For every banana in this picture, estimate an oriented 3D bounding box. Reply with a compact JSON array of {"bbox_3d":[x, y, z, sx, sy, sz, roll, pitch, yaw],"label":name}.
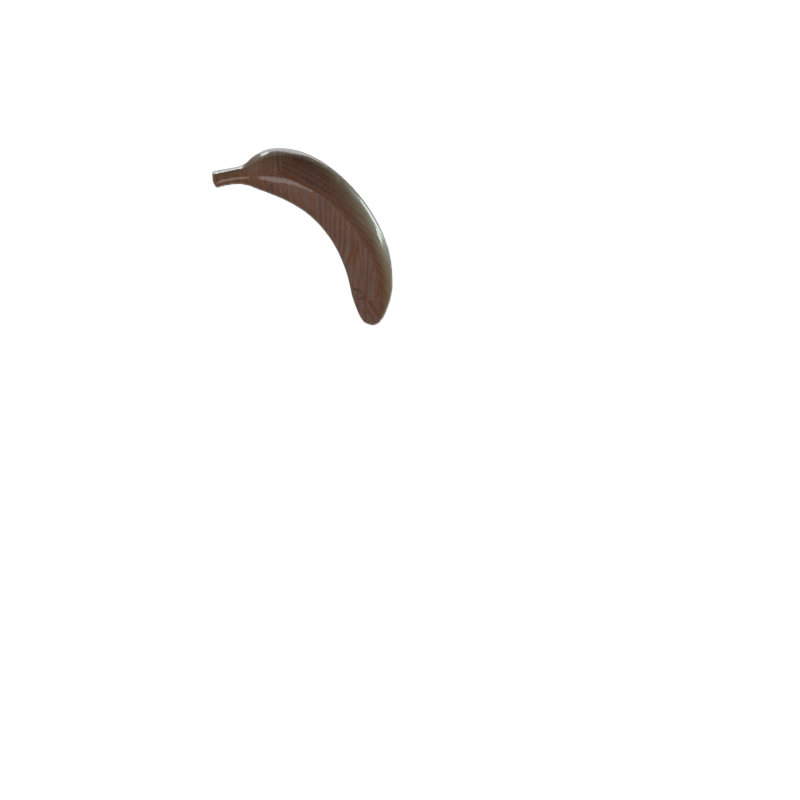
[{"bbox_3d":[-0.053,-0.130,0.835,0.069,0.039,0.184,-29,-52,25],"label":"banana"}]
